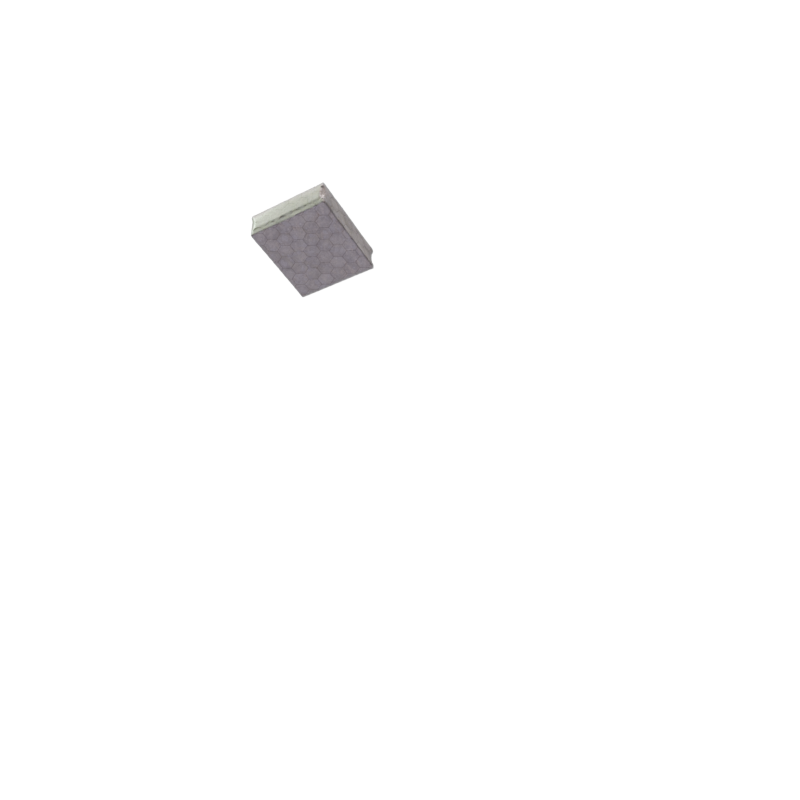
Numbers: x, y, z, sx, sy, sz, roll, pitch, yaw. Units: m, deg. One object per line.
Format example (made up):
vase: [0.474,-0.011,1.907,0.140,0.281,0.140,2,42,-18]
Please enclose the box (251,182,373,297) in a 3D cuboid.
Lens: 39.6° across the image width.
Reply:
box: [-0.075,-0.137,0.959,0.073,0.032,0.083,-23,-49,20]
